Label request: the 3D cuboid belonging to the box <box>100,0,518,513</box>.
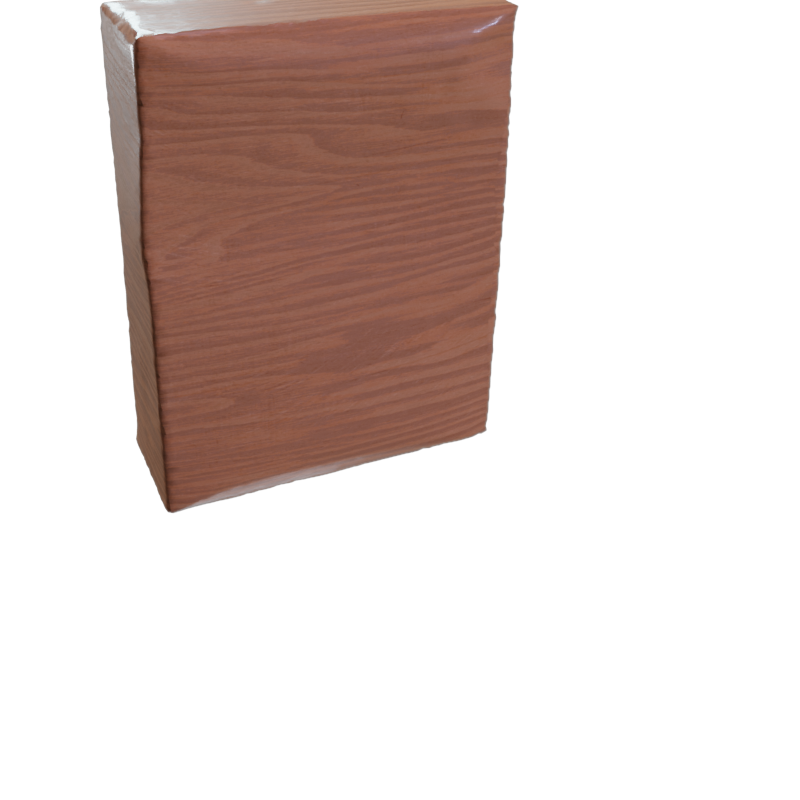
[{"bbox_3d":[-0.038,-0.070,0.491,0.161,0.202,0.077,-10,29,-21],"label":"box"}]
